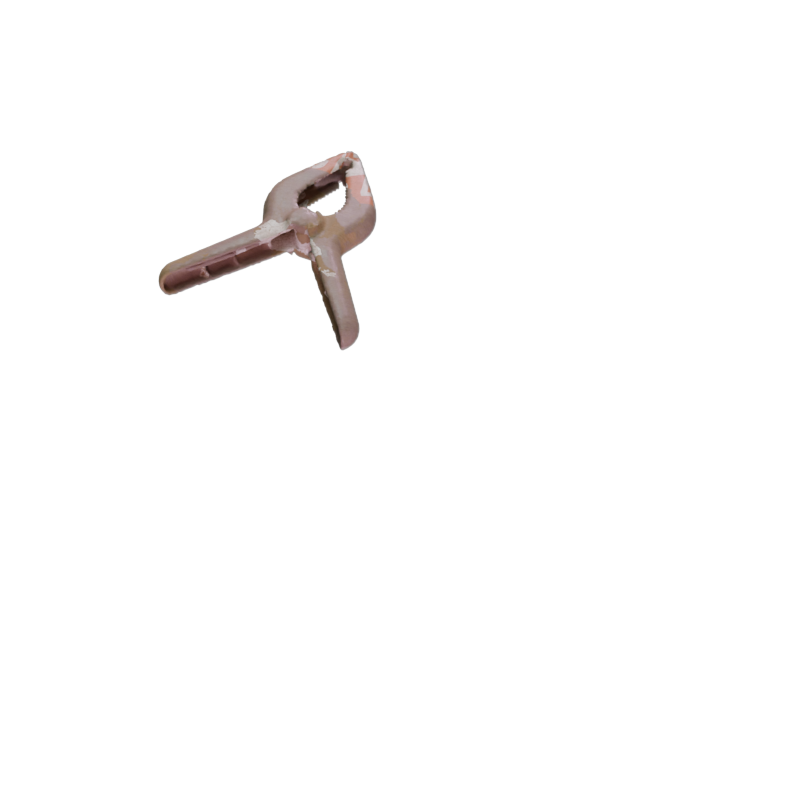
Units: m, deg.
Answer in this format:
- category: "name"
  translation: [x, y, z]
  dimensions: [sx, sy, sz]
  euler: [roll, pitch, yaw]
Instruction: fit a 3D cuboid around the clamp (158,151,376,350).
- category: "clamp"
  translation: [-0.070, -0.127, 0.892]
  dimensions: [0.172, 0.034, 0.216]
  euler: [22, 50, 20]
